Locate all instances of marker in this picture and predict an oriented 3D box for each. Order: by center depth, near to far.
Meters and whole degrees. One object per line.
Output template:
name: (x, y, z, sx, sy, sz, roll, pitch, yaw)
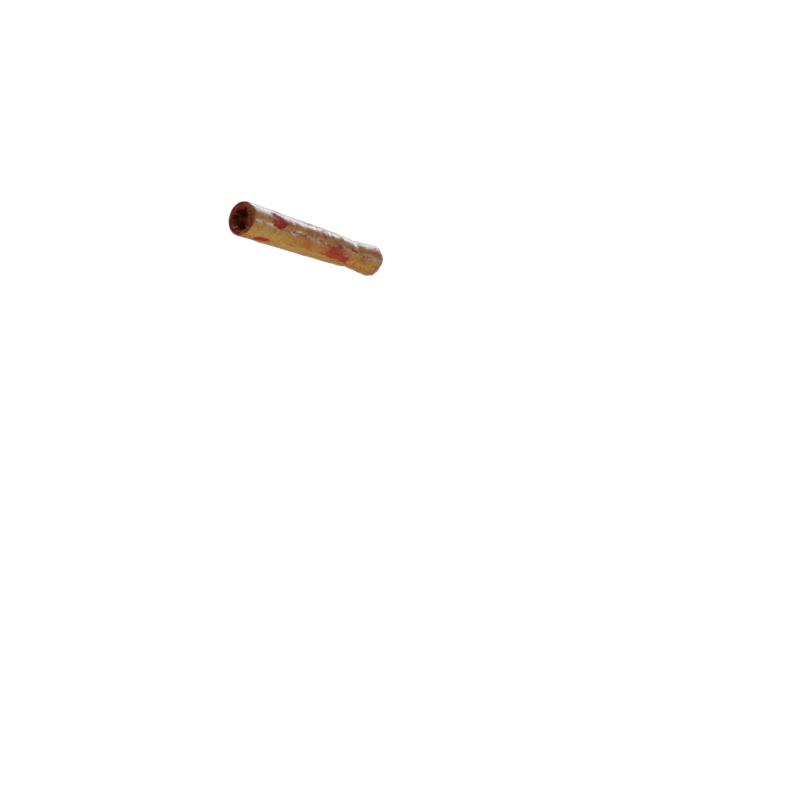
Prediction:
marker: (-0.049, -0.089, 0.620, 0.021, 0.020, 0.114, 3, -4, 37)
